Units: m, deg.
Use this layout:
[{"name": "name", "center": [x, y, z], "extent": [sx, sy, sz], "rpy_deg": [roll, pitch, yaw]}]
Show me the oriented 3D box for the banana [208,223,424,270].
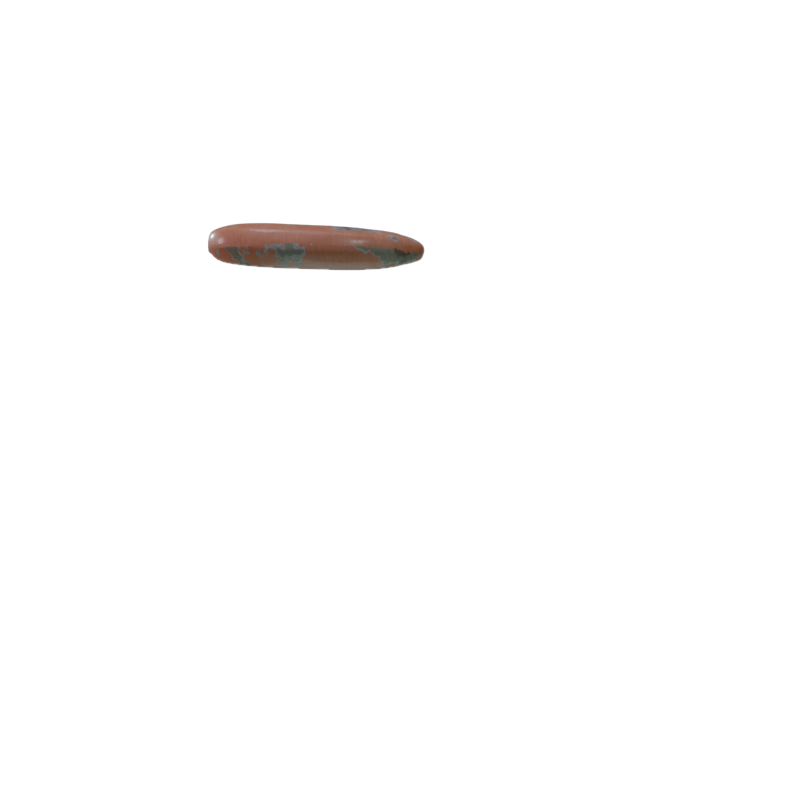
[{"name": "banana", "center": [-0.082, -0.130, 0.929], "extent": [0.203, 0.036, 0.070], "rpy_deg": [5, 15, 18]}]
